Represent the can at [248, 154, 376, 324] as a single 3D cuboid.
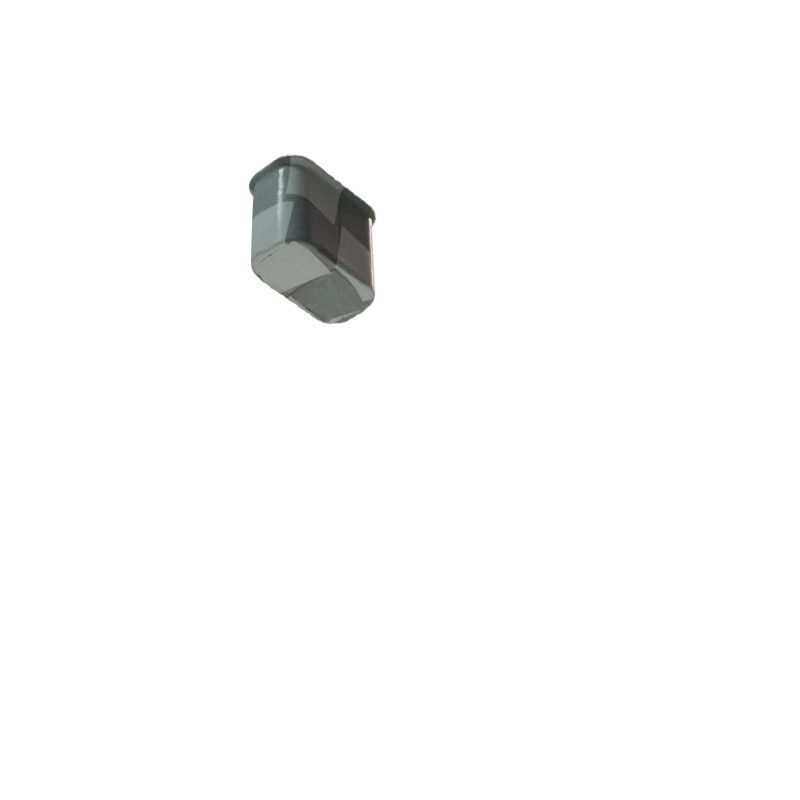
[{"bbox_3d":[-0.063,-0.116,0.809,0.057,0.090,0.095,-31,-47,30],"label":"can"}]
